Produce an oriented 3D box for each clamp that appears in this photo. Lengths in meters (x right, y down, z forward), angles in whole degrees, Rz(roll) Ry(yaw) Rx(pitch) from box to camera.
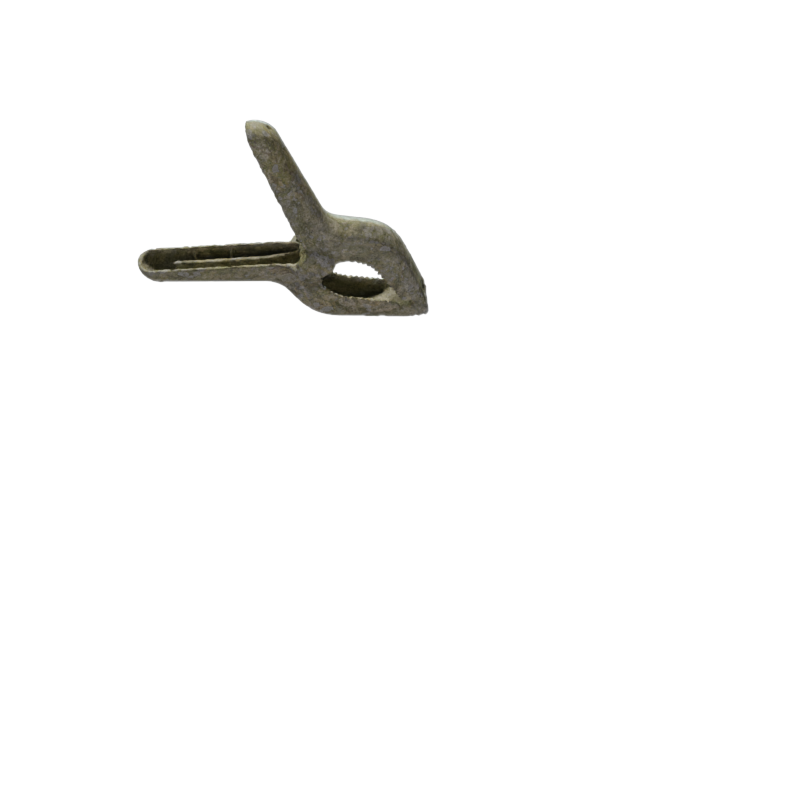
[{"bbox_3d":[-0.062,-0.113,0.789,0.202,0.039,0.159,18,-41,-21],"label":"clamp"}]
